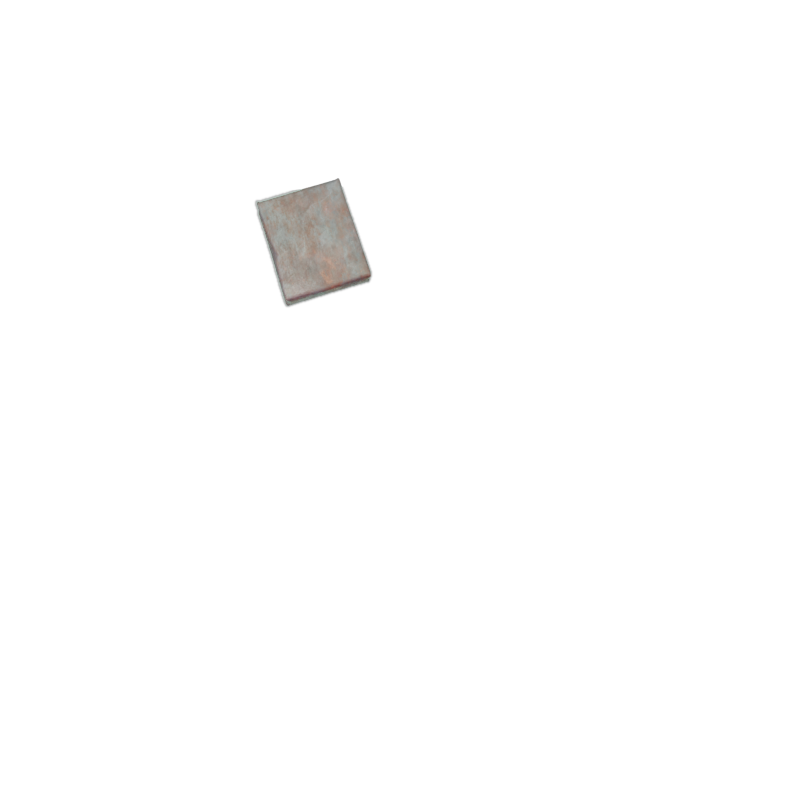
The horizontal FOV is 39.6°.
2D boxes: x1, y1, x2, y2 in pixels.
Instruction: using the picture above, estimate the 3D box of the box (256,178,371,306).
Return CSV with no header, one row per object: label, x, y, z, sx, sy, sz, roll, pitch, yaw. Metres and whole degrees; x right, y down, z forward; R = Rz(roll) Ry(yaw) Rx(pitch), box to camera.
box,-0.072,-0.131,0.913,0.073,0.093,0.029,-17,-14,-5
